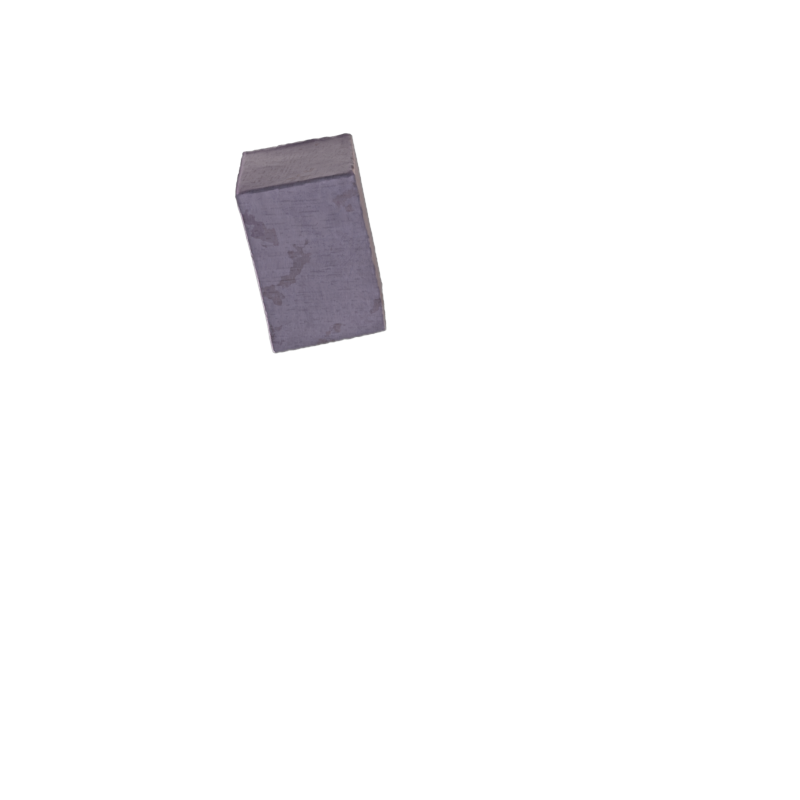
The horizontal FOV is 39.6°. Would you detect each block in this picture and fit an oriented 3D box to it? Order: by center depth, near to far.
[{"bbox_3d":[-0.038,-0.070,0.490,0.053,0.073,0.054,-9,26,3],"label":"block"}]
